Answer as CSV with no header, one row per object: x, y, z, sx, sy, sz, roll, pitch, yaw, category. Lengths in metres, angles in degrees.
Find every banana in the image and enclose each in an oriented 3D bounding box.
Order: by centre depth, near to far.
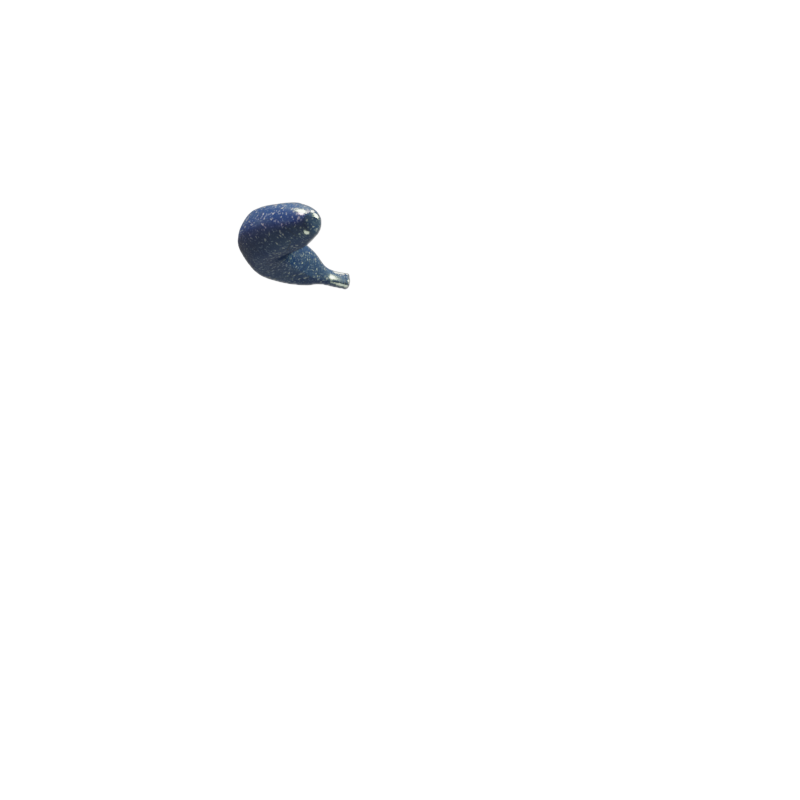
-0.077,-0.107,0.755,0.070,0.037,0.193,0,-3,4,banana
